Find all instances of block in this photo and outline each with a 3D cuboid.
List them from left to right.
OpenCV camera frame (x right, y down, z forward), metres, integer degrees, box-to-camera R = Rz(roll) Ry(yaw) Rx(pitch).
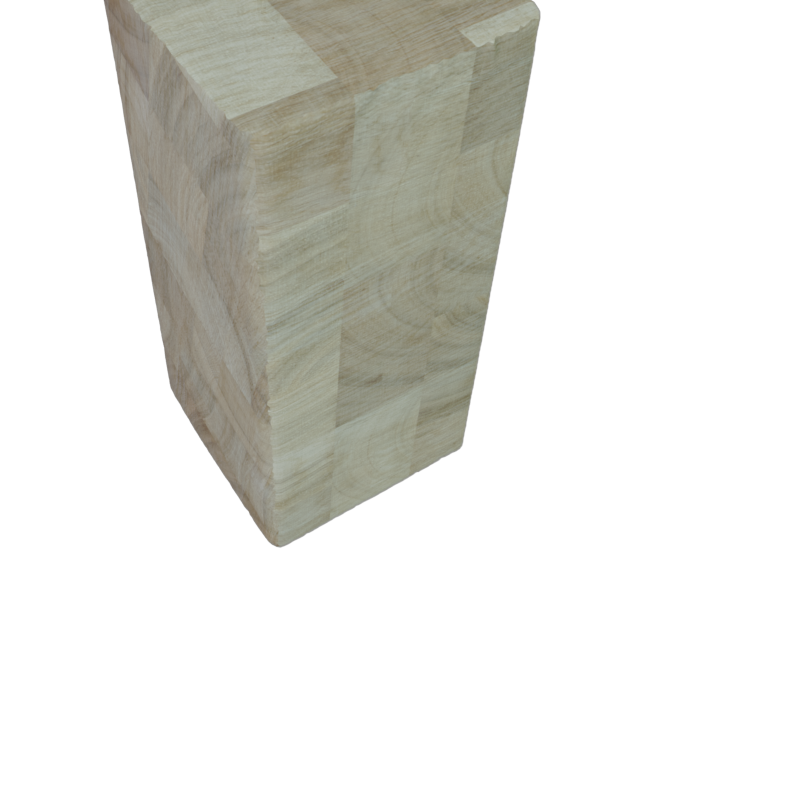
[{"bbox_3d":[-0.029,-0.052,0.368,0.090,0.097,0.192,-25,-32,-21],"label":"block"}]
